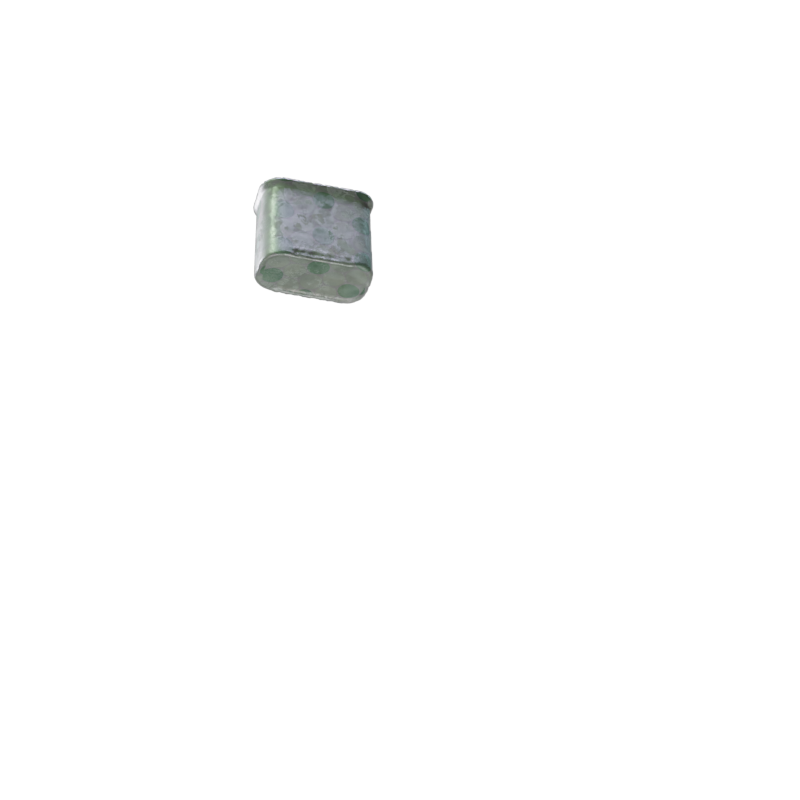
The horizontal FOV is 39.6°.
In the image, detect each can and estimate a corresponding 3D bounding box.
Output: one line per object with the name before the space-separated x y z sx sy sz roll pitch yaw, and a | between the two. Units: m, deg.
can | -0.074 -0.134 0.938 0.100 0.090 0.055 8 -38 -13
